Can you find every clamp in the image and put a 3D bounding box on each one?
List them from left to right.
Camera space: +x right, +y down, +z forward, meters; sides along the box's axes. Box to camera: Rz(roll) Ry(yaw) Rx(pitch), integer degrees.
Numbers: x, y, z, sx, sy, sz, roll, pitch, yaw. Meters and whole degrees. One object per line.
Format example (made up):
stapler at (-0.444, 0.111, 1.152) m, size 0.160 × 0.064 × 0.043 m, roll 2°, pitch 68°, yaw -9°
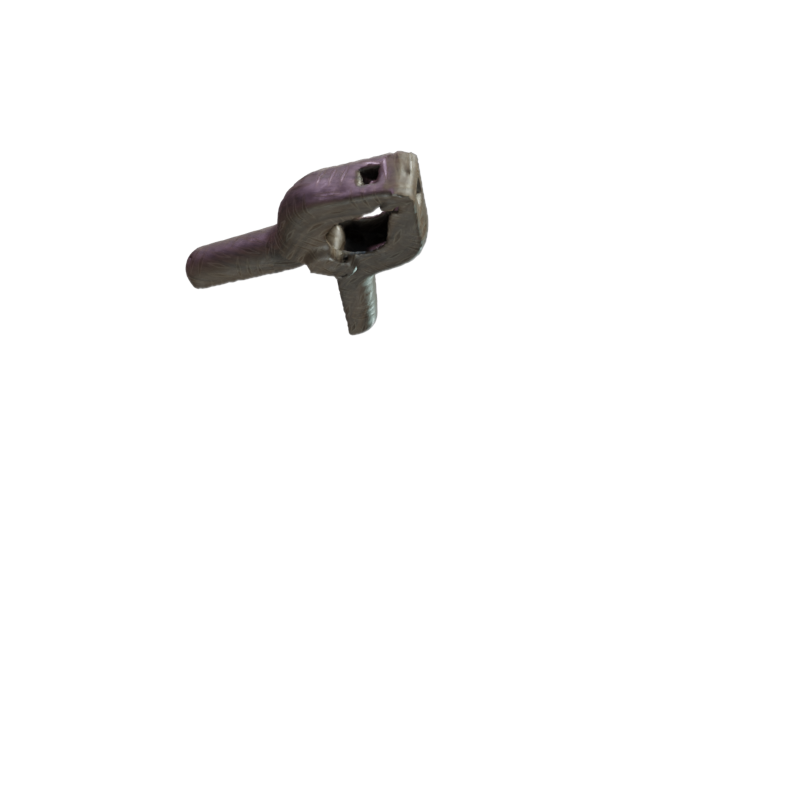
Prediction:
clamp at (-0.047, -0.086, 0.604) m, size 0.117 × 0.042 × 0.166 m, roll 8°, pitch -26°, yaw -17°
